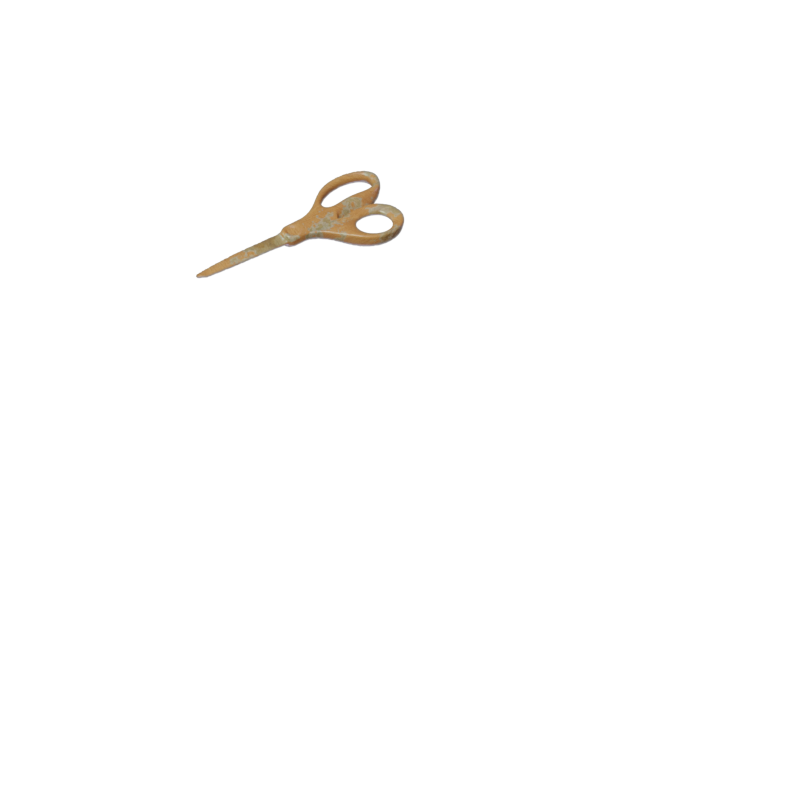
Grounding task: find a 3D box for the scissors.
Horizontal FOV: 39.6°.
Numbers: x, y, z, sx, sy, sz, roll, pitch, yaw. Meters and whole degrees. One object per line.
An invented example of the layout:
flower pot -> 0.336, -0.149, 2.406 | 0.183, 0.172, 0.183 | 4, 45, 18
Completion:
scissors -> -0.078, -0.142, 0.996 | 0.102, 0.015, 0.205 | 33, 57, 24
